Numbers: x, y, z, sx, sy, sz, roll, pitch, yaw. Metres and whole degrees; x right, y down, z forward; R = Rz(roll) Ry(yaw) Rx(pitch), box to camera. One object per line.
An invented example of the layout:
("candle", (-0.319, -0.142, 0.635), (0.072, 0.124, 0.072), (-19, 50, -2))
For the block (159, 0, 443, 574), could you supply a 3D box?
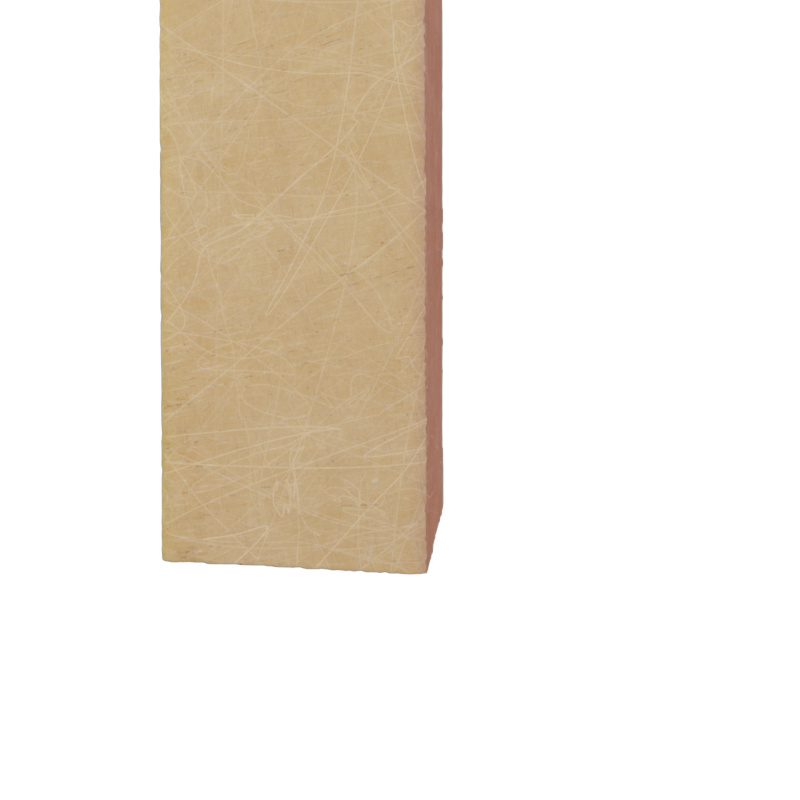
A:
("block", (-0.031, -0.056, 0.394), (0.091, 0.206, 0.090), (0, 2, 7))
